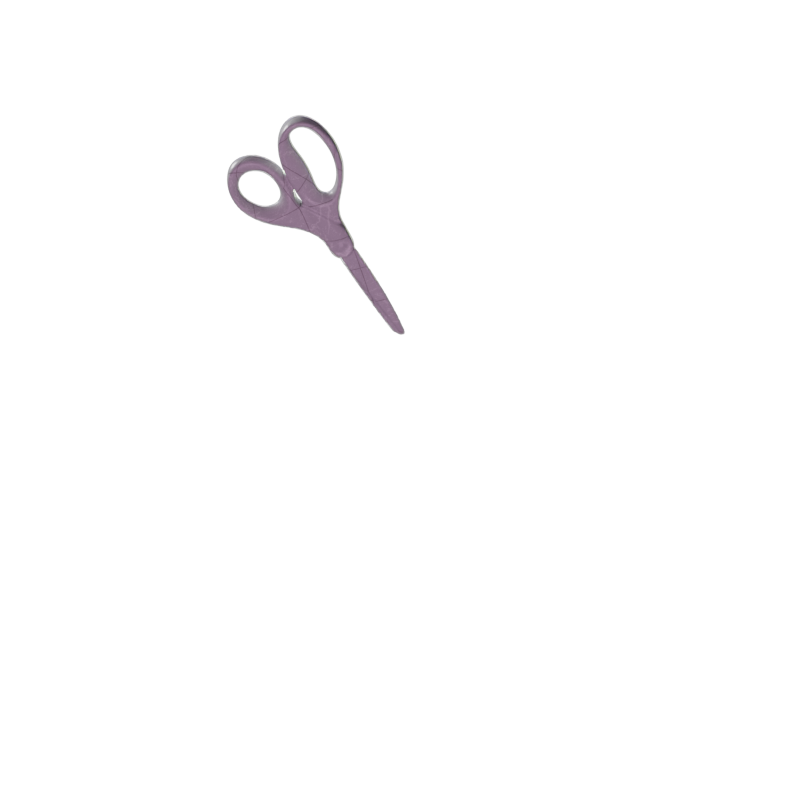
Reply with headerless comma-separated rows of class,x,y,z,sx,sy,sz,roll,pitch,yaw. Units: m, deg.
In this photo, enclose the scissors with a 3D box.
scissors,-0.066,-0.120,0.843,0.097,0.188,0.017,-13,30,7
